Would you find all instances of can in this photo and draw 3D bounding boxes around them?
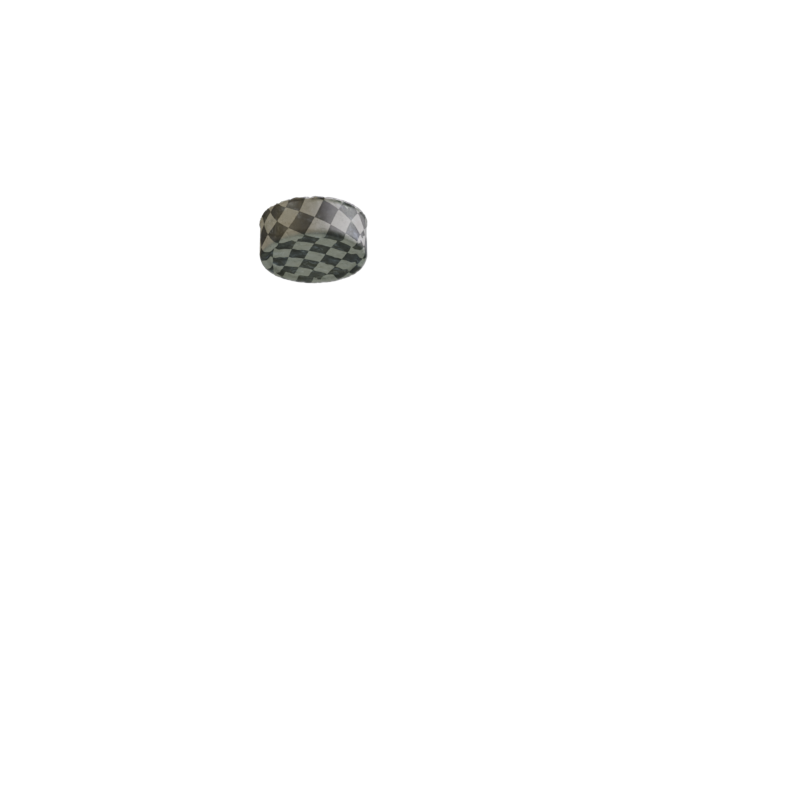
[{"bbox_3d":[-0.068,-0.125,0.872,0.086,0.035,0.081,1,-23,-2],"label":"can"}]
